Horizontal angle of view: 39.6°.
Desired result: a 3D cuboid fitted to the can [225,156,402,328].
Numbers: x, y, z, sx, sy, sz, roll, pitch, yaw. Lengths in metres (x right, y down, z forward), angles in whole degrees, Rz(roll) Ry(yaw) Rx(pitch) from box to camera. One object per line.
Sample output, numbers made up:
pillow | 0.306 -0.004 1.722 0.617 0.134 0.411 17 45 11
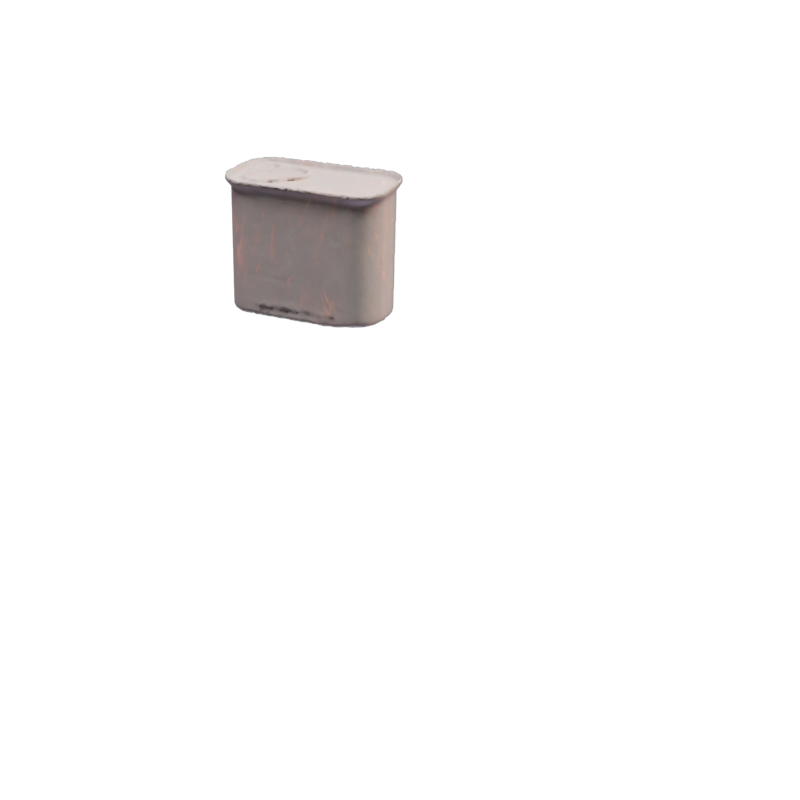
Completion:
can | -0.052 -0.094 0.661 0.105 0.080 0.058 11 25 21
